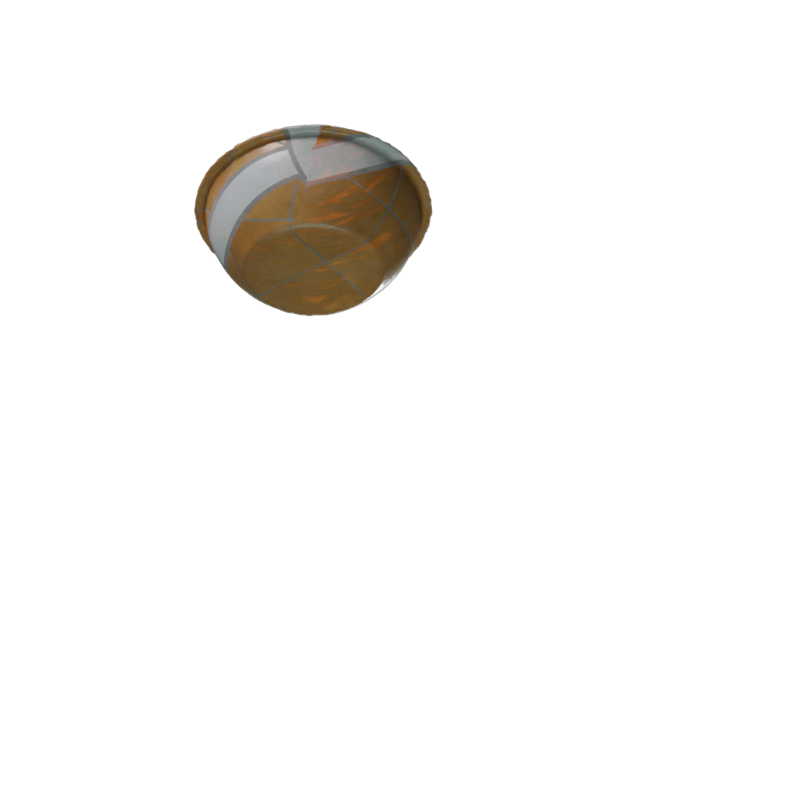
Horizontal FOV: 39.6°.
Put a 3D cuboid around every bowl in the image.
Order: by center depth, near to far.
[{"bbox_3d":[-0.058,-0.105,0.738,0.162,0.059,0.151,1,-38,-1],"label":"bowl"}]
